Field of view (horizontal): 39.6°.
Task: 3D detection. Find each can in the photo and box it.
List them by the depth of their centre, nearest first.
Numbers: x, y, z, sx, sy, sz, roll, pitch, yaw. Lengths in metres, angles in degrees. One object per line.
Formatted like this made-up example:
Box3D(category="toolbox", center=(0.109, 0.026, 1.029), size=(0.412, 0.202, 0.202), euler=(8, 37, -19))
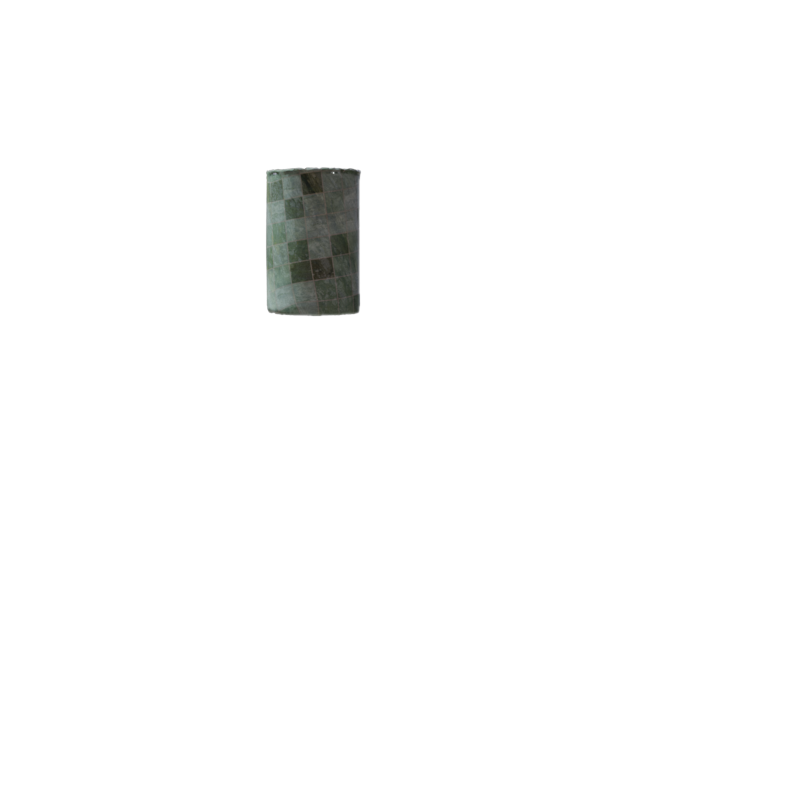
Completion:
Box3D(category="can", center=(-0.062, -0.113, 0.791), size=(0.068, 0.102, 0.069), euler=(0, 2, -2))
